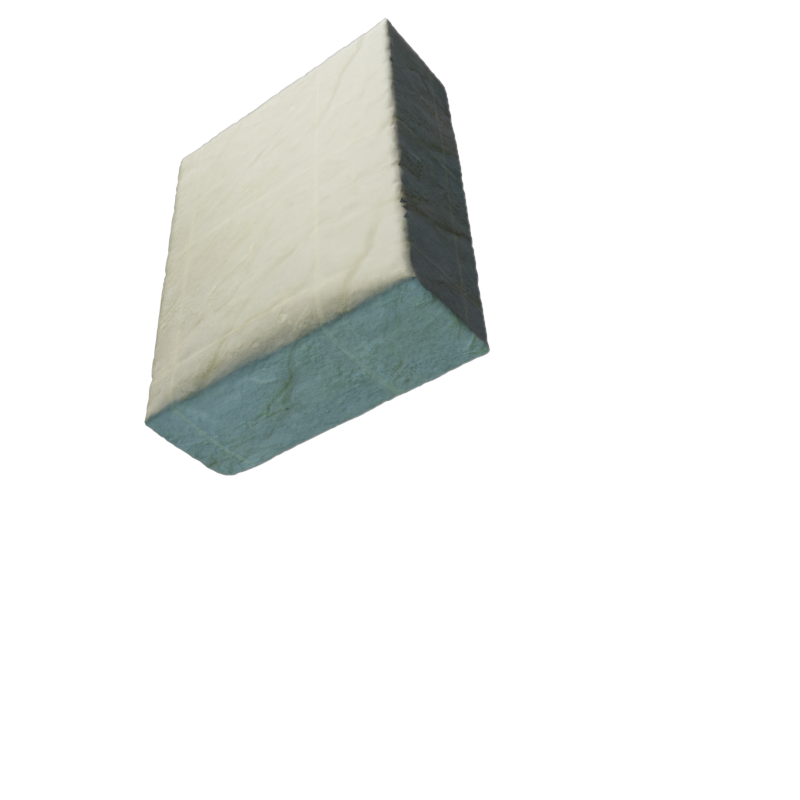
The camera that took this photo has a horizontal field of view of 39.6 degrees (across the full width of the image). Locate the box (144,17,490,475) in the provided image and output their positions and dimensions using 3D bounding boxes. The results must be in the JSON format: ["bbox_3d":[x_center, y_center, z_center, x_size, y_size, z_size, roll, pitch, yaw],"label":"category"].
[{"bbox_3d":[-0.047,-0.086,0.600,0.164,0.230,0.067,-28,-49,24],"label":"box"}]
